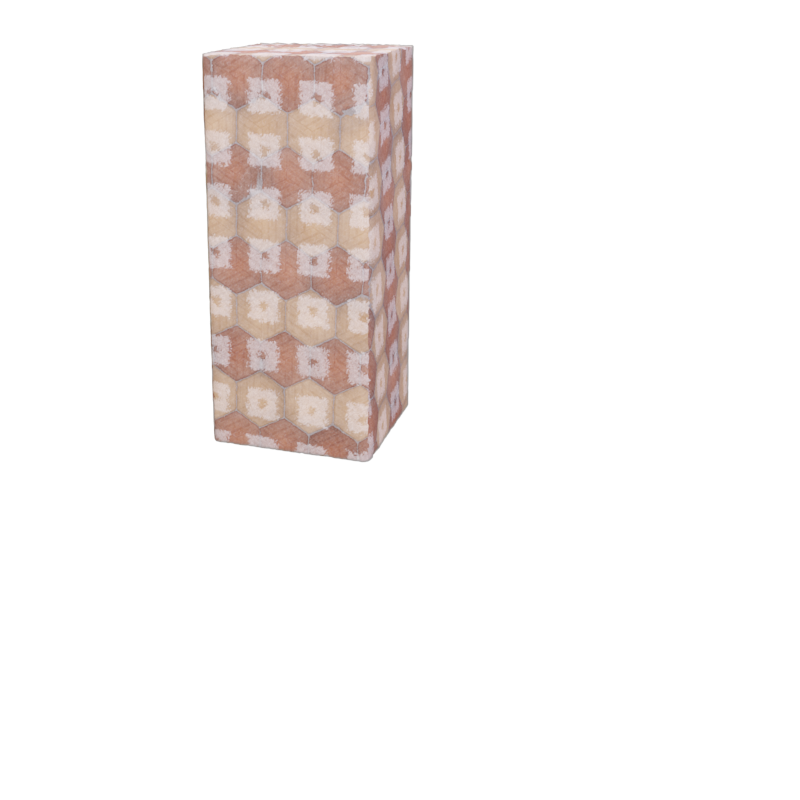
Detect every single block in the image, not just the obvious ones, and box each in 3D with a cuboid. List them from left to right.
[{"bbox_3d":[-0.047,-0.085,0.596,0.093,0.199,0.091,5,16,15],"label":"block"}]
